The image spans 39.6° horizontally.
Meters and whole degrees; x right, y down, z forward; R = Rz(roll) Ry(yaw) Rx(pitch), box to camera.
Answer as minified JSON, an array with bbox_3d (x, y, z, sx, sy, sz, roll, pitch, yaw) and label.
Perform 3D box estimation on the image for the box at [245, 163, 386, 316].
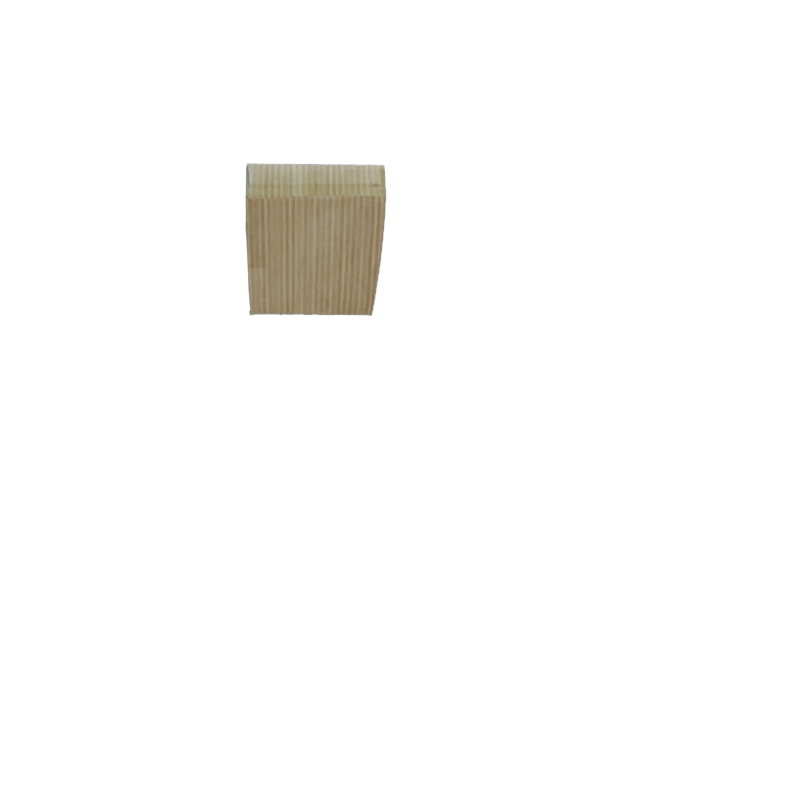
[{"bbox_3d":[-0.057,-0.105,0.736,0.089,0.042,0.106,2,-44,-3],"label":"box"}]
